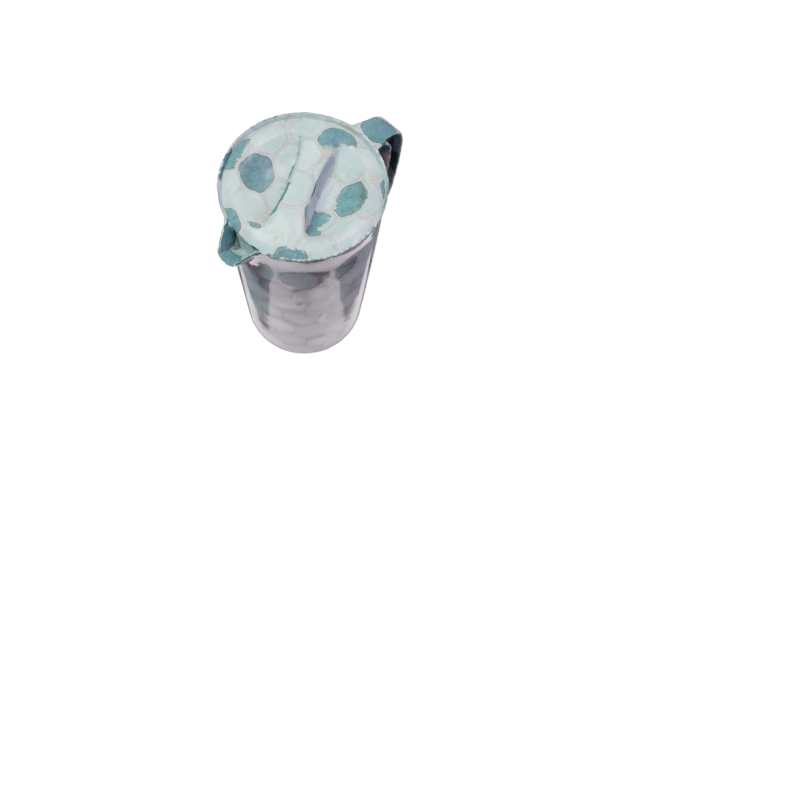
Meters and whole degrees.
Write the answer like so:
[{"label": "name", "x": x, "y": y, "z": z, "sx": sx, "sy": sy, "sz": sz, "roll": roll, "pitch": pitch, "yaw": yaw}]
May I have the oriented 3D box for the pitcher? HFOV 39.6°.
[{"label": "pitcher", "x": -0.075, "y": -0.137, "z": 0.962, "sx": 0.149, "sy": 0.153, "sz": 0.231, "roll": 0, "pitch": -21, "yaw": -3}]
